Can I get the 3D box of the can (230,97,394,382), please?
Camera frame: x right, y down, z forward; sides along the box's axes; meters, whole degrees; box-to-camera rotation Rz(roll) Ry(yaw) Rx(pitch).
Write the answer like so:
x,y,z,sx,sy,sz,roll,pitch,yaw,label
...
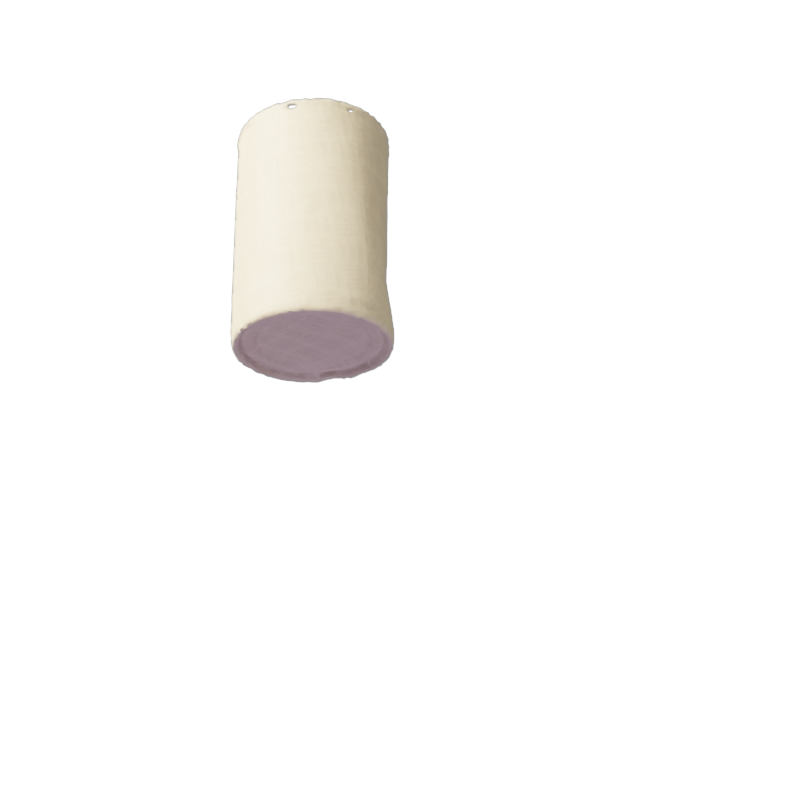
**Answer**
x,y,z,sx,sy,sz,roll,pitch,yaw,label
-0.037,-0.067,0.470,0.068,0.109,0.064,0,-29,-2,can
